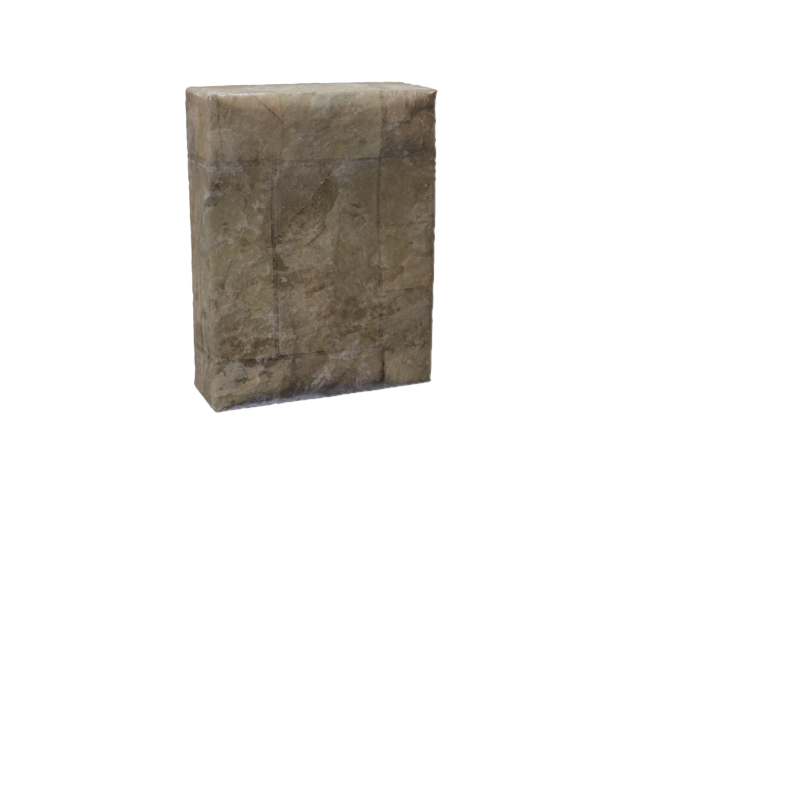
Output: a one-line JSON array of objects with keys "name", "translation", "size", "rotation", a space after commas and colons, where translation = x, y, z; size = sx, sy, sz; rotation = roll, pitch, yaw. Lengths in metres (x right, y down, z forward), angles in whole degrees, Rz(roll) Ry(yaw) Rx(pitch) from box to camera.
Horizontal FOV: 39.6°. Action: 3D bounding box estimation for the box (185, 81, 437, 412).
[{"name": "box", "translation": [-0.060, -0.110, 0.767], "size": [0.161, 0.207, 0.076], "rotation": [-5, 15, -20]}]
